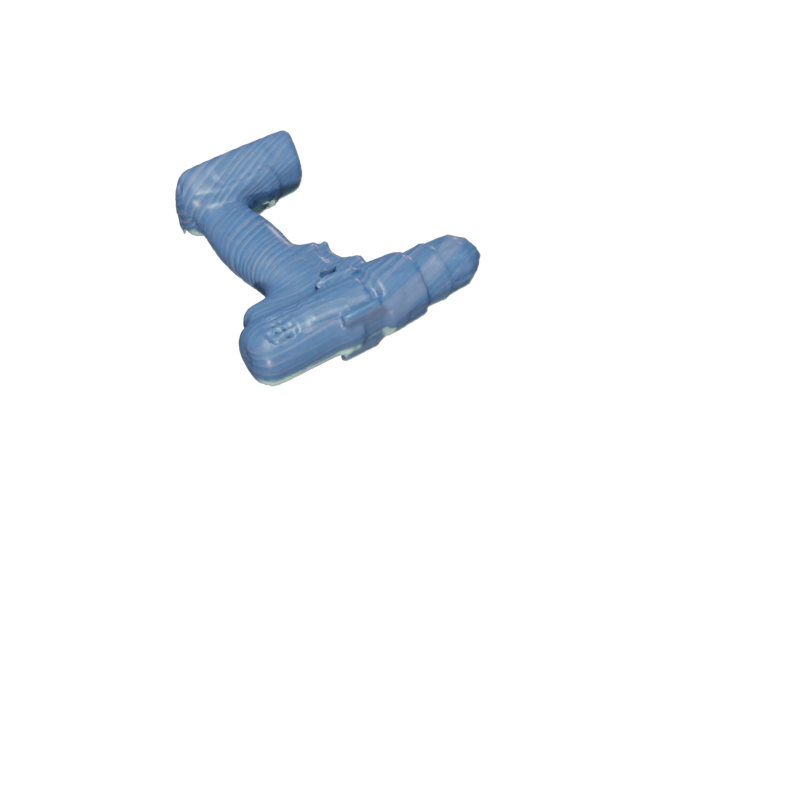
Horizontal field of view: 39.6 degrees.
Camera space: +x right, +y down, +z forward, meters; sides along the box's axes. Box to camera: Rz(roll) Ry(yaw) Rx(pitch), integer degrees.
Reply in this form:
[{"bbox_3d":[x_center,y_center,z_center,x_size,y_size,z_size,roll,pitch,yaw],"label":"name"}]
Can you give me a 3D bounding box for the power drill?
[{"bbox_3d":[-0.062,-0.113,0.794,0.184,0.053,0.202,-26,55,-21],"label":"power drill"}]
